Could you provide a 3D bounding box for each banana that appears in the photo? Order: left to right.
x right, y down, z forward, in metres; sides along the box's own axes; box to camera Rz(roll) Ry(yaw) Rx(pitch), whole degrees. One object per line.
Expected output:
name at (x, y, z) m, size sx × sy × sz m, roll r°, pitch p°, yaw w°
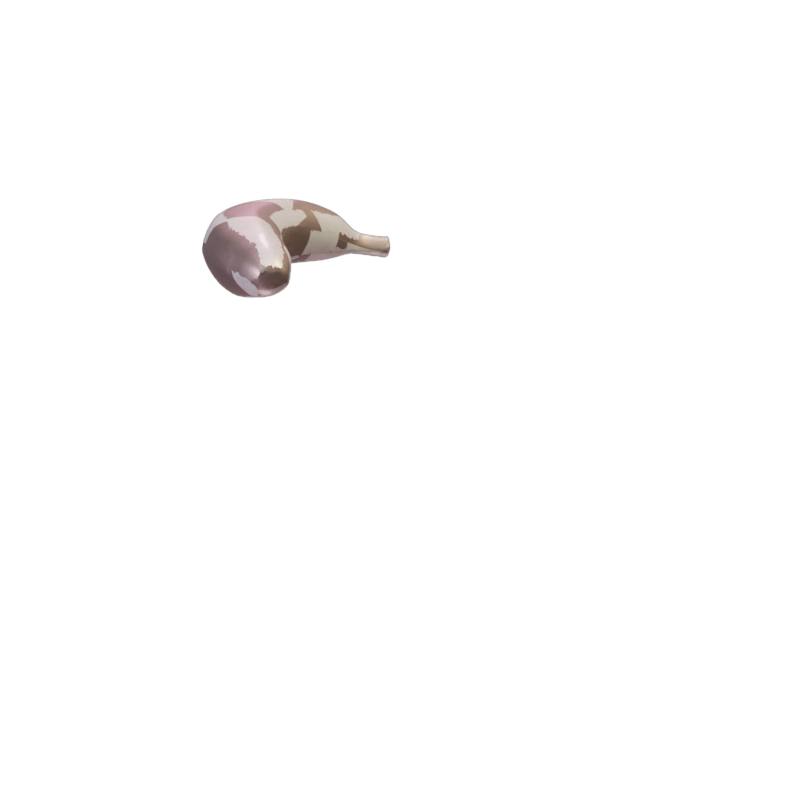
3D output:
banana at (-0.059, -0.079, 0.548) m, size 0.071 × 0.036 × 0.198 m, roll 3°, pitch 14°, yaw 13°
